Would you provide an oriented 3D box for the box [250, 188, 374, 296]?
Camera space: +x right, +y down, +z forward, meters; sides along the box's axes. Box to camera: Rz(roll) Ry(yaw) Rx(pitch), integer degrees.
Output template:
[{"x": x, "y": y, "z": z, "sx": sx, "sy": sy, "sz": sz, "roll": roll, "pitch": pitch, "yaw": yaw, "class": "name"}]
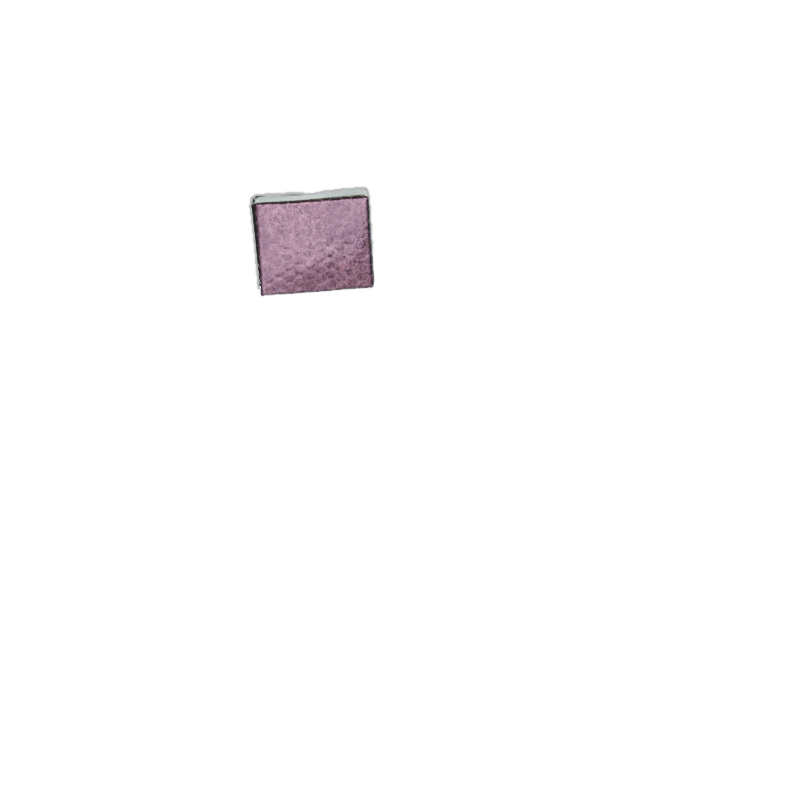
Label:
[{"x": -0.066, "y": -0.120, "z": 0.842, "sx": 0.089, "sy": 0.070, "sz": 0.031, "roll": -4, "pitch": 17, "yaw": 1, "class": "box"}]
